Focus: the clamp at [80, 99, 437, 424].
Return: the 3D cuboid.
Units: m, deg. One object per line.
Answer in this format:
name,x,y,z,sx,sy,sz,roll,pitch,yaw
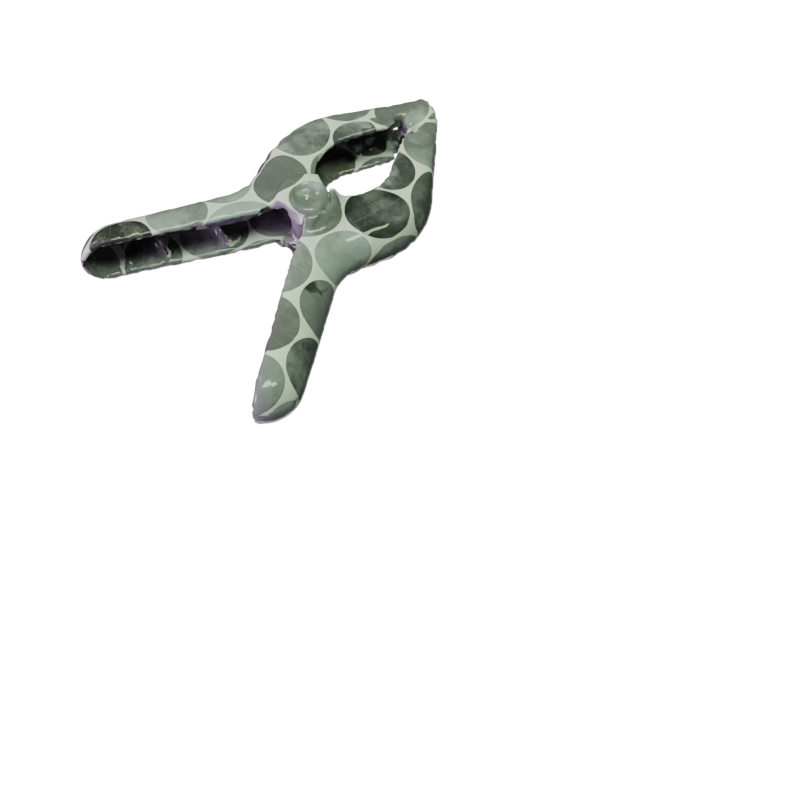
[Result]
clamp,-0.037,-0.068,0.479,0.172,0.127,0.037,-35,-23,-18
